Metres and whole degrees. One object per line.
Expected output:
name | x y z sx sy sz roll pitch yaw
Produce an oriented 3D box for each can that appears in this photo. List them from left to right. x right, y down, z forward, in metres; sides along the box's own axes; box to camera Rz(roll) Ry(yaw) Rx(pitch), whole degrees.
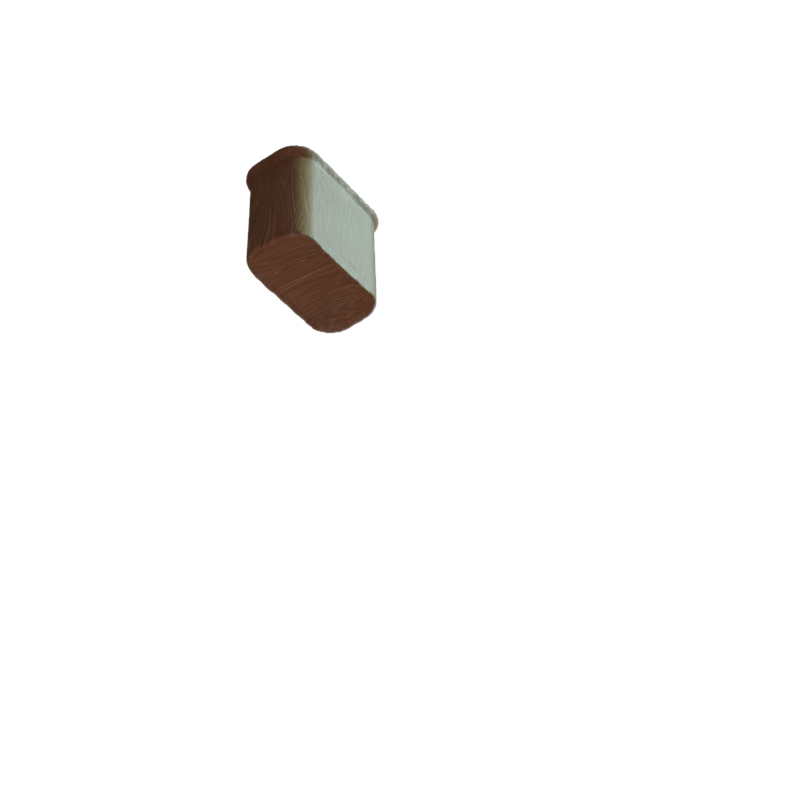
can | -0.058 -0.106 0.745 0.057 0.090 0.095 -28 -48 25
